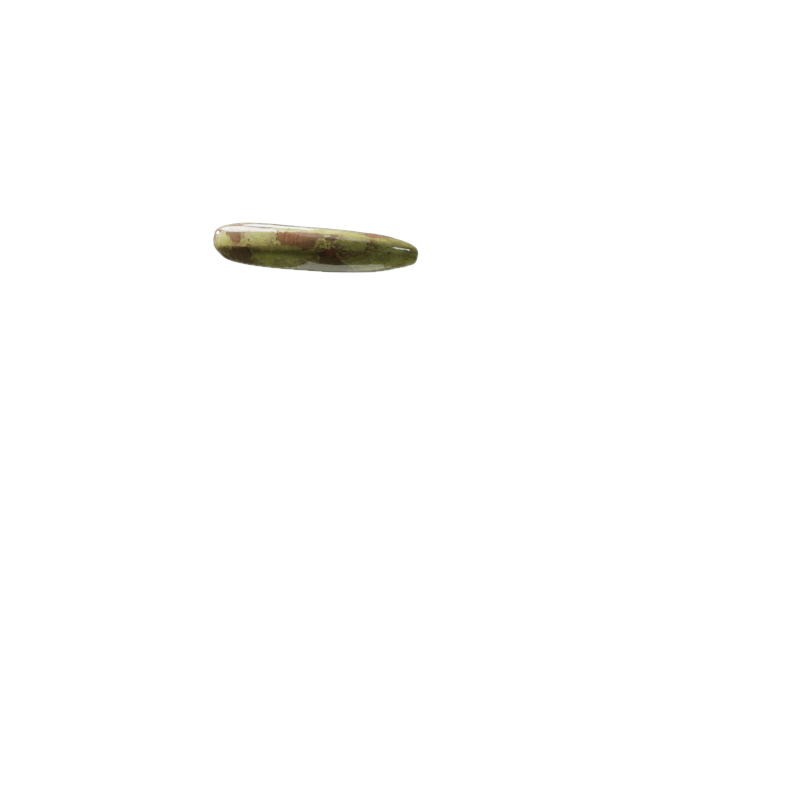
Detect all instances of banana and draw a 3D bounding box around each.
[{"bbox_3d":[-0.086,-0.133,0.951,0.205,0.036,0.069,9,19,25],"label":"banana"}]
